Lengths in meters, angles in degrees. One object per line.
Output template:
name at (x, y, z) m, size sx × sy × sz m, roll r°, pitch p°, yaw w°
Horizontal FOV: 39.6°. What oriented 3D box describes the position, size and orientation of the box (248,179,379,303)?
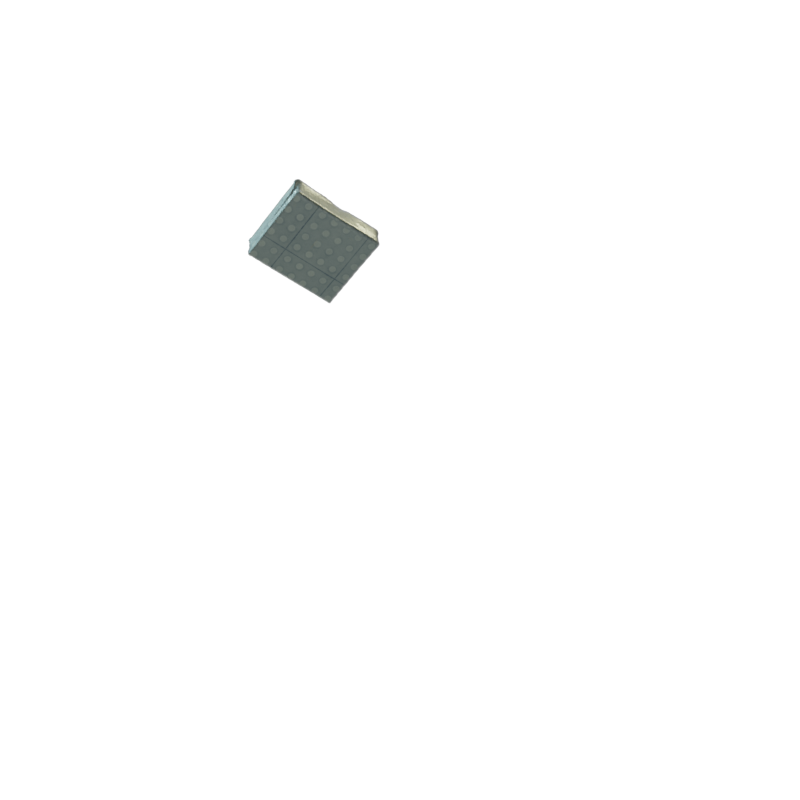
box at (-0.074, -0.136, 0.949) m, size 0.086 × 0.071 × 0.032 m, roll 32°, pitch 25°, yaw -18°
